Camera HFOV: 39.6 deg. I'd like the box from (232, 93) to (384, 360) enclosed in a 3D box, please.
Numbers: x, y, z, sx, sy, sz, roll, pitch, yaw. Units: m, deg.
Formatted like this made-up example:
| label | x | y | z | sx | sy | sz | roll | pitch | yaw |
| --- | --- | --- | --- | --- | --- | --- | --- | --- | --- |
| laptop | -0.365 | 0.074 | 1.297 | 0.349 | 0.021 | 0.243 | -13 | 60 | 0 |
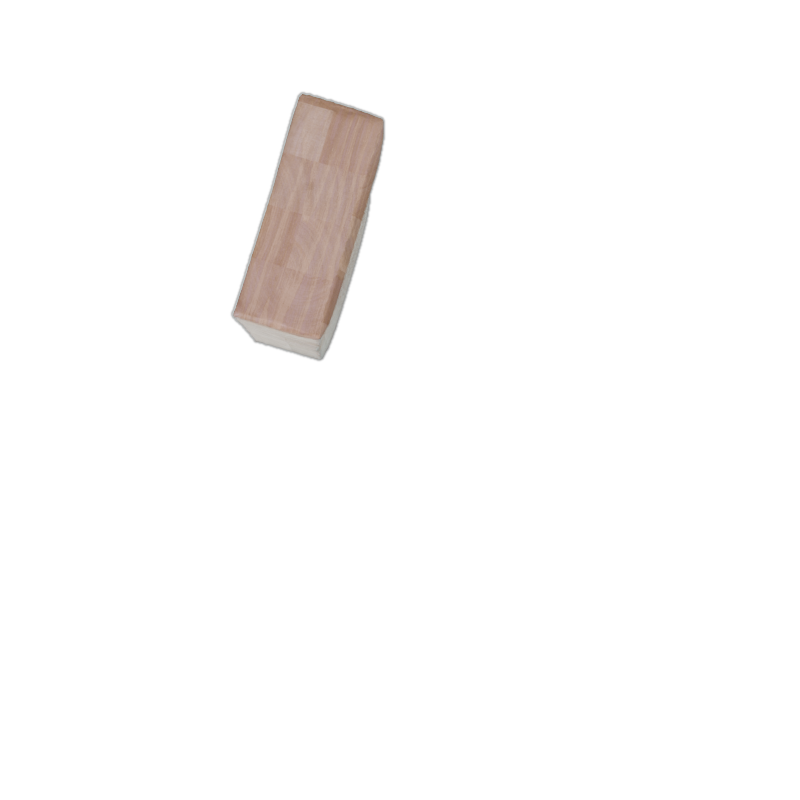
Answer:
| label | x | y | z | sx | sy | sz | roll | pitch | yaw |
| --- | --- | --- | --- | --- | --- | --- | --- | --- | --- |
| box | -0.067 | -0.122 | 0.855 | 0.072 | 0.167 | 0.211 | 16 | -5 | -3 |
